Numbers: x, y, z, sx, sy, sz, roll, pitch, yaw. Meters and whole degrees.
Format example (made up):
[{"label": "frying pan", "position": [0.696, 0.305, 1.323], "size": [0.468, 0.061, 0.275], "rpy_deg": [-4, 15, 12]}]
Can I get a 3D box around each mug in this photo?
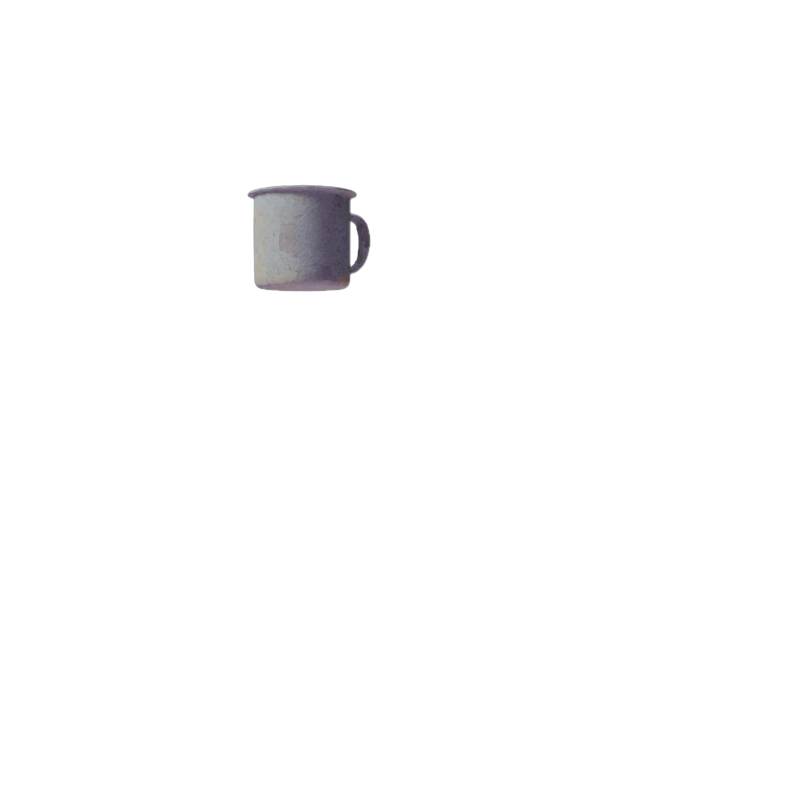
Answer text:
[{"label": "mug", "position": [-0.074, -0.135, 0.945], "size": [0.112, 0.082, 0.096], "rpy_deg": [1, -2, -41]}]
